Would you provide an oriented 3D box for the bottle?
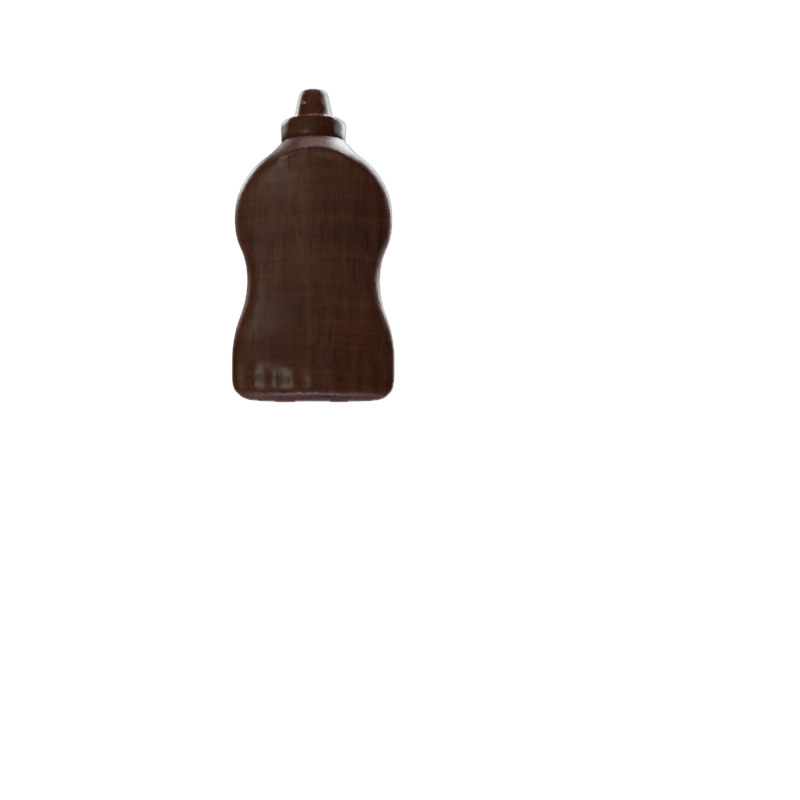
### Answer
[{"bbox_3d":[-0.053,-0.097,0.677,0.096,0.197,0.057,-1,-11,0],"label":"bottle"}]
